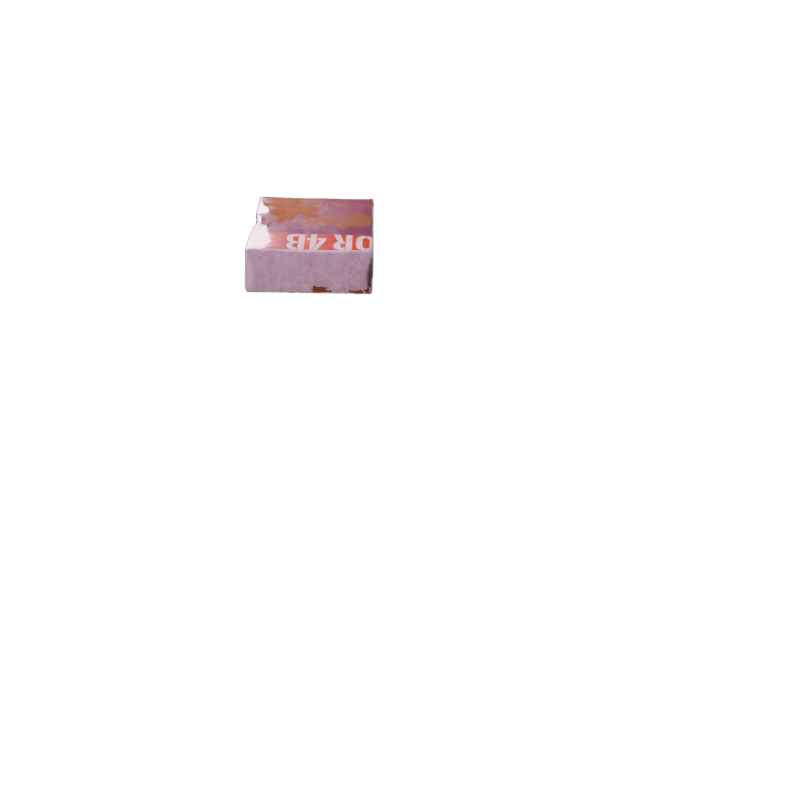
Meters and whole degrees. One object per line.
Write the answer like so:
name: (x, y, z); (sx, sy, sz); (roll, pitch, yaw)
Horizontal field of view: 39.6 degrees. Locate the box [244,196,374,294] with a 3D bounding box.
box: (-0.052, -0.095, 0.664); (0.073, 0.028, 0.094); (1, 29, 1)
